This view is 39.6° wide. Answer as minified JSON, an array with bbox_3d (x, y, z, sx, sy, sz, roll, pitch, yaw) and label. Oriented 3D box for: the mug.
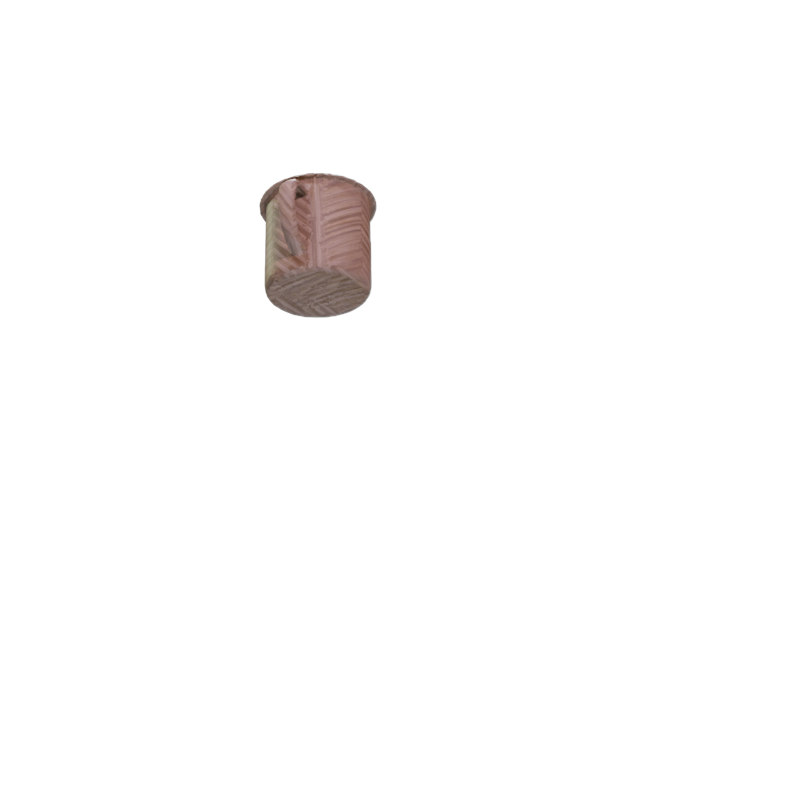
[{"bbox_3d":[-0.066,-0.121,0.849,0.094,0.087,0.109,-8,-29,13],"label":"mug"}]
